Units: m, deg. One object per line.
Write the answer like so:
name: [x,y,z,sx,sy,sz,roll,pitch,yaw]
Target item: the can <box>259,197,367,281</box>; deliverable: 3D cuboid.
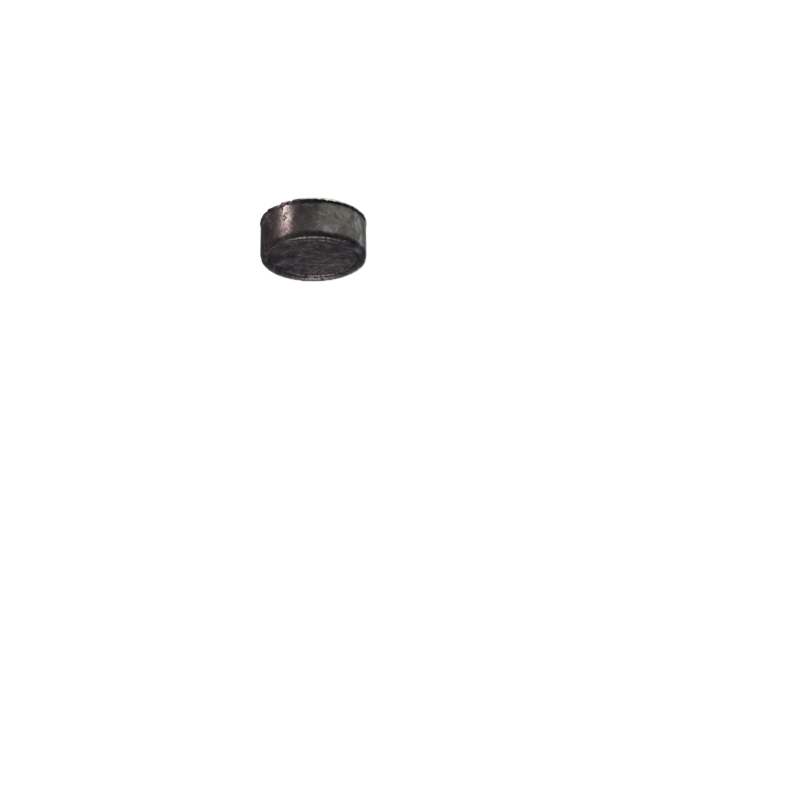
can: [-0.069,-0.126,0.882,0.086,0.035,0.082,0,-21,-2]
